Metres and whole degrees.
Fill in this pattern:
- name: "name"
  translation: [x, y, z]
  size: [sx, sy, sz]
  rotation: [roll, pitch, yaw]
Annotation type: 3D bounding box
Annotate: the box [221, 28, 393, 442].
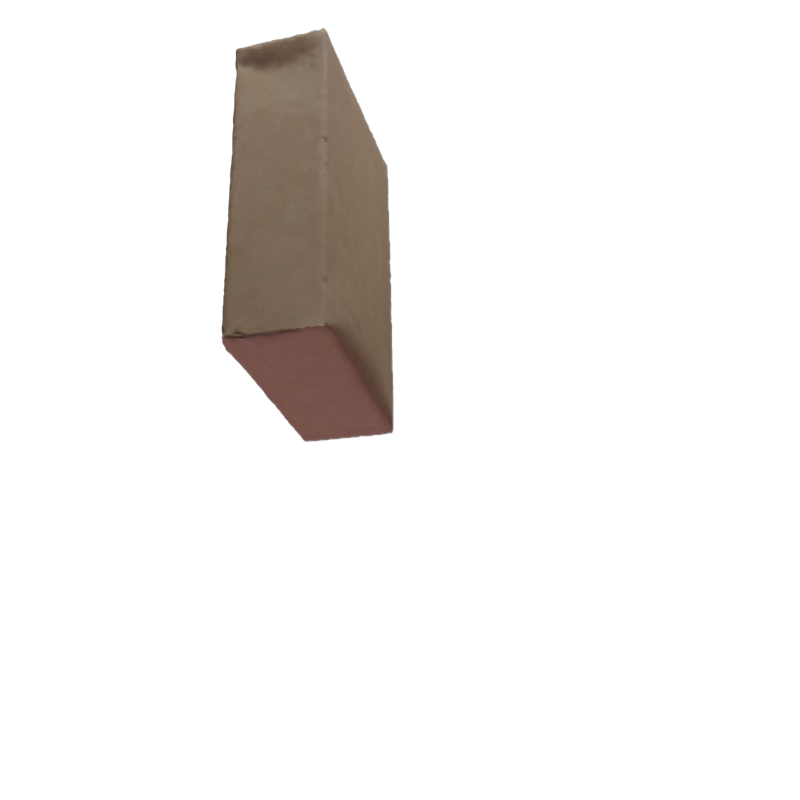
- name: "box"
  translation: [-0.056, -0.102, 0.718]
  size: [0.073, 0.227, 0.152]
  rotation: [-9, -28, 12]
